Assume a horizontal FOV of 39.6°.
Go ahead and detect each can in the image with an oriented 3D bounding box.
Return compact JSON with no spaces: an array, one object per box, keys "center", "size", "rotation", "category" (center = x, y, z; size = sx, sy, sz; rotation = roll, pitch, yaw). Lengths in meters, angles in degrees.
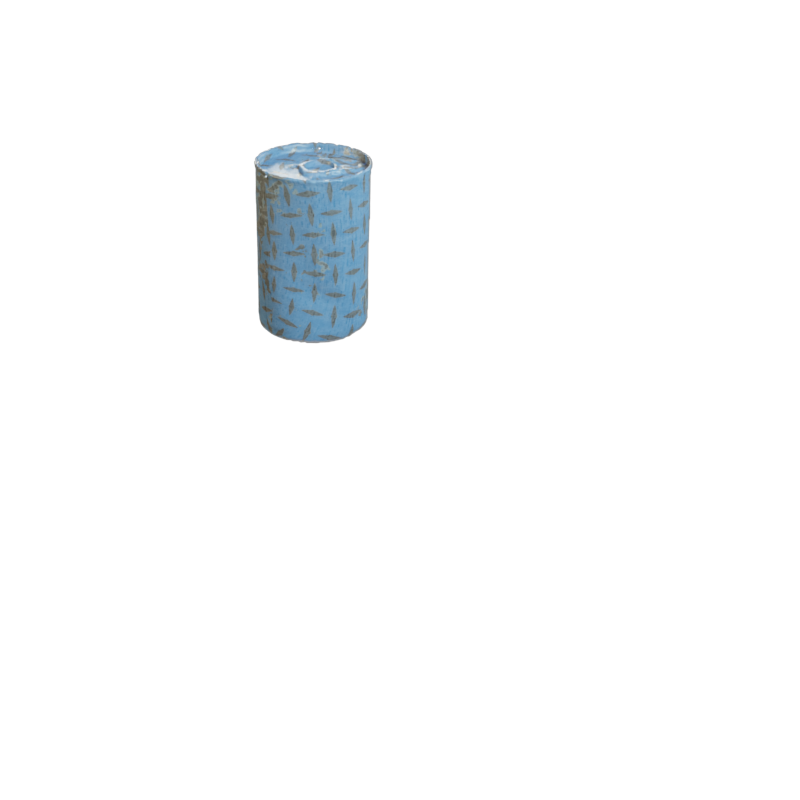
[{"center":[-0.051,-0.094,0.655],"size":[0.068,0.097,0.072],"rotation":[0,26,-2],"category":"can"}]
